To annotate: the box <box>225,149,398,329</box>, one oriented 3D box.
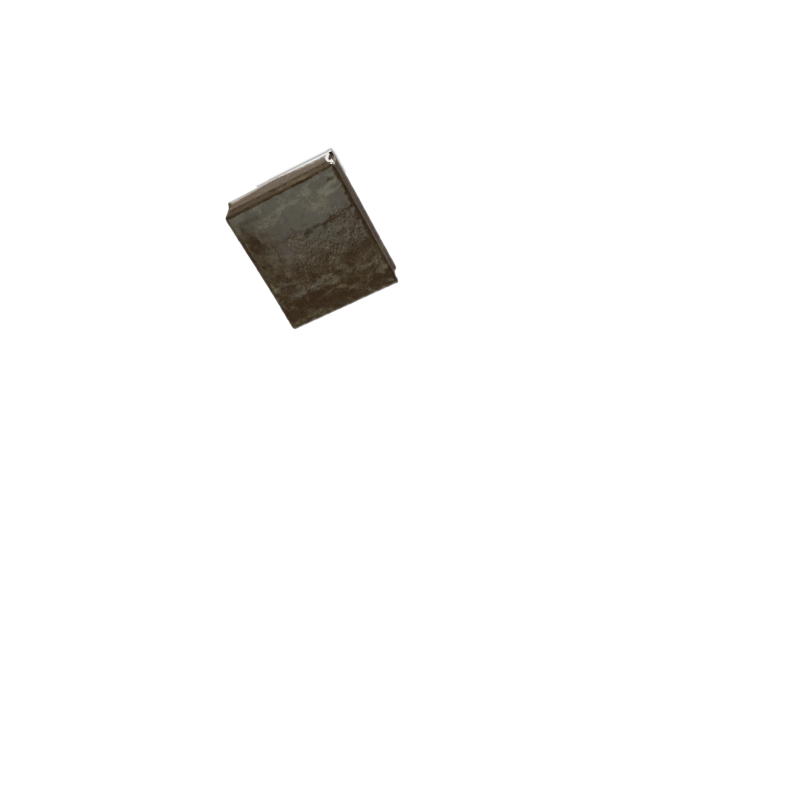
[{"bbox_3d":[-0.053,-0.096,0.675,0.073,0.084,0.032,-25,24,11],"label":"box"}]
